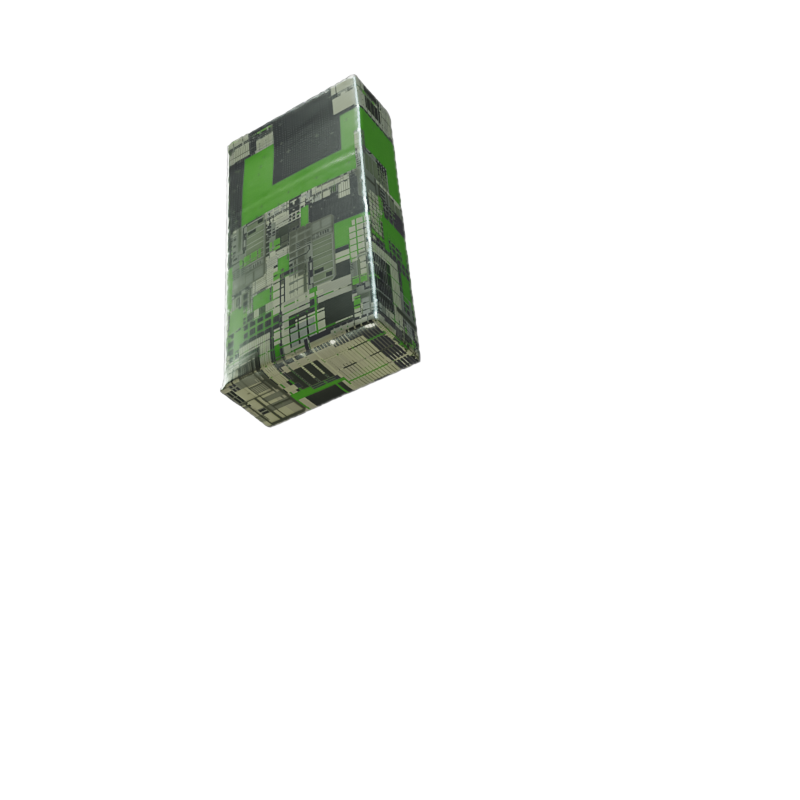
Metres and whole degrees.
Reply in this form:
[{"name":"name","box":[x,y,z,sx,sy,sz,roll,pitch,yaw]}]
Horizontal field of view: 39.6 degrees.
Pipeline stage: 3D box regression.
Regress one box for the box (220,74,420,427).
[{"name":"box","box":[-0.045,-0.082,0.578,0.094,0.189,0.044,-24,-45,23]}]
